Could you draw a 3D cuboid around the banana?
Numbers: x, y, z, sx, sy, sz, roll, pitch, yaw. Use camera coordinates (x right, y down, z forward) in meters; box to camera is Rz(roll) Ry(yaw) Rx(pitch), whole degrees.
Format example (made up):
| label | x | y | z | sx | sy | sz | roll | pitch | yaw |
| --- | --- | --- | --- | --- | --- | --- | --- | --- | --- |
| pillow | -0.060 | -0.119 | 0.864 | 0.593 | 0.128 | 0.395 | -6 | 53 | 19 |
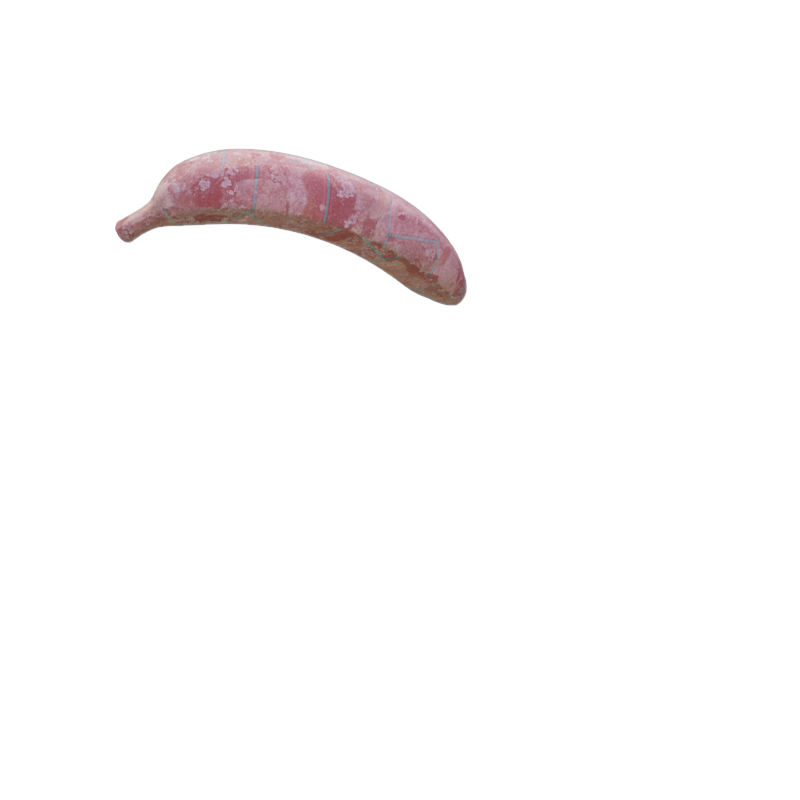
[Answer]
| label | x | y | z | sx | sy | sz | roll | pitch | yaw |
| --- | --- | --- | --- | --- | --- | --- | --- | --- | --- |
| banana | -0.041 | -0.091 | 0.568 | 0.191 | 0.039 | 0.068 | 11 | -30 | -21 |
